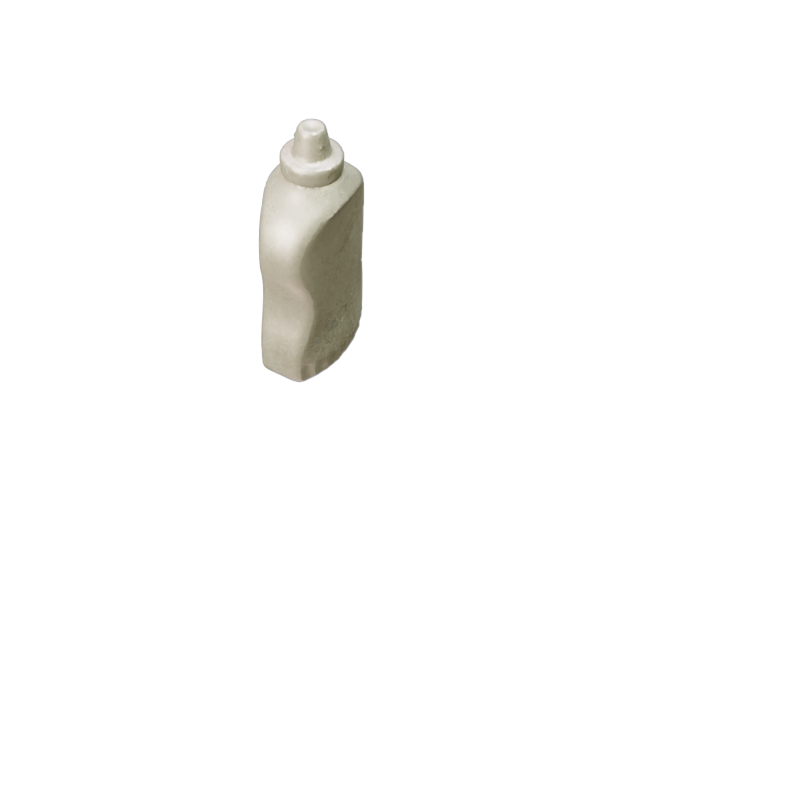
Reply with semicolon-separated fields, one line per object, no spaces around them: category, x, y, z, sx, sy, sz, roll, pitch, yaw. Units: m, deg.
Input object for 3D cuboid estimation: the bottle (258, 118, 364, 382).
bottle;-0.059;-0.107;0.748;0.061;0.179;0.099;24;49;18
